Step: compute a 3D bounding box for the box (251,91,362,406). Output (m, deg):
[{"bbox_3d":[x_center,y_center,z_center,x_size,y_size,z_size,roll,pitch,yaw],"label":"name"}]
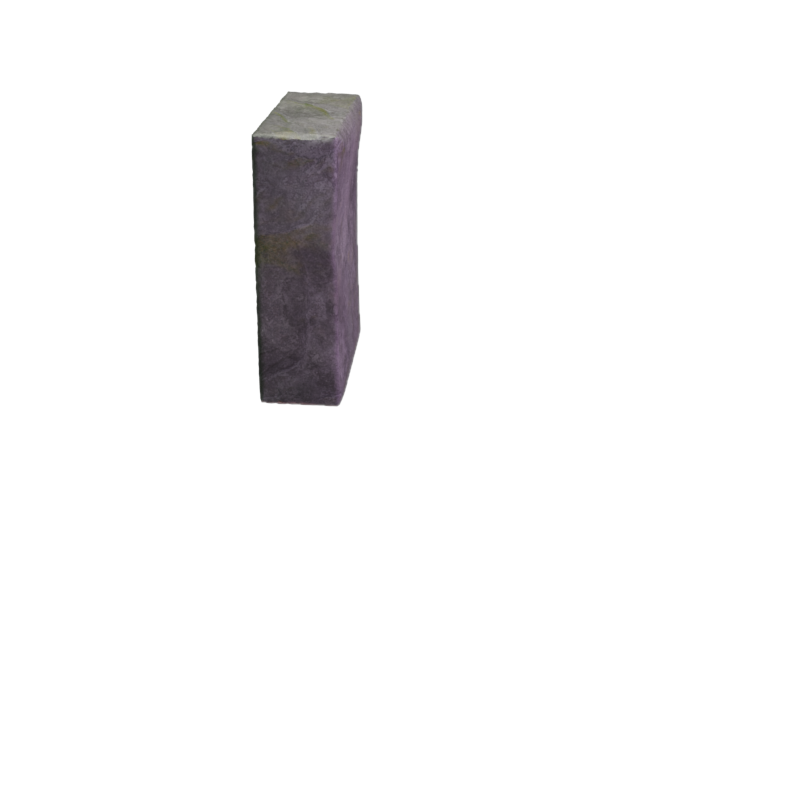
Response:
[{"bbox_3d":[-0.070,-0.127,0.889,0.072,0.204,0.171,3,22,3],"label":"box"}]
